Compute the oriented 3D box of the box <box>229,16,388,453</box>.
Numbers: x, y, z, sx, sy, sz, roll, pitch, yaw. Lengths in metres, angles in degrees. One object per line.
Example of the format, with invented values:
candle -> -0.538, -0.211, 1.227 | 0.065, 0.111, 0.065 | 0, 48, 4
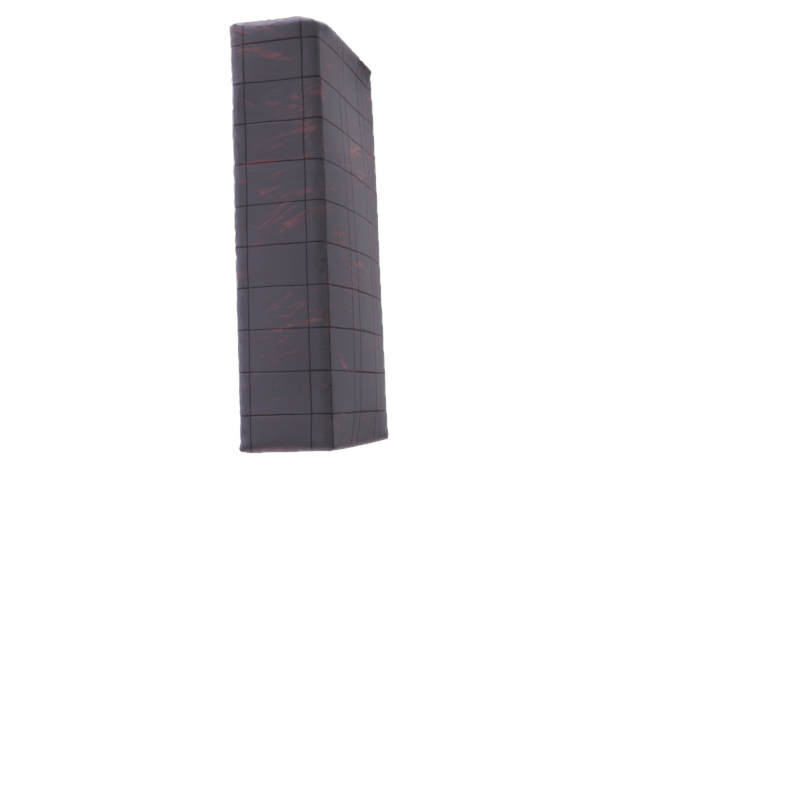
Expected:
box -> -0.038, -0.069, 0.483 | 0.049, 0.179, 0.090 | -2, -5, 14
